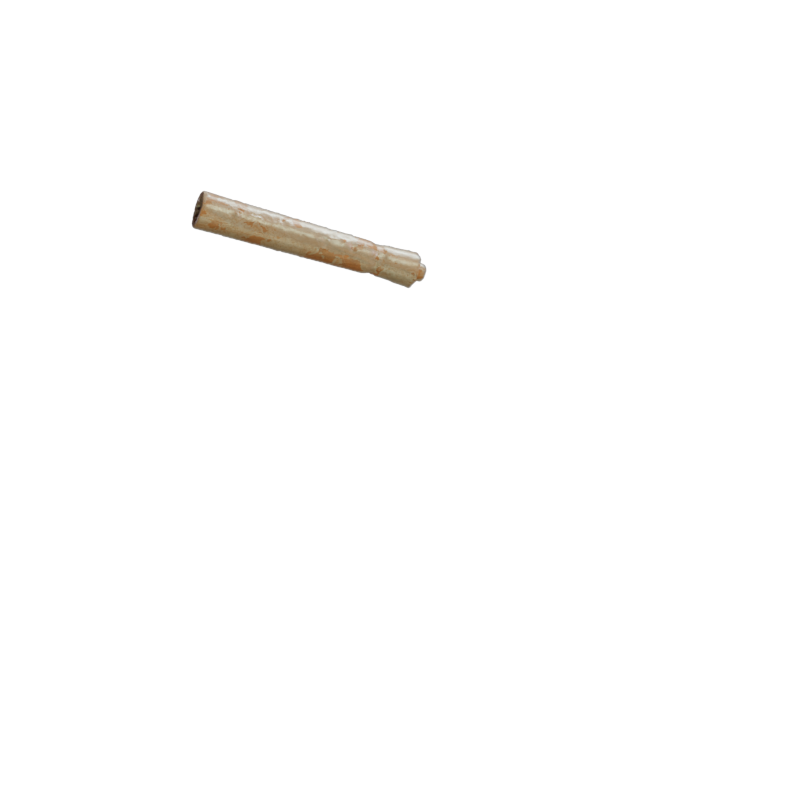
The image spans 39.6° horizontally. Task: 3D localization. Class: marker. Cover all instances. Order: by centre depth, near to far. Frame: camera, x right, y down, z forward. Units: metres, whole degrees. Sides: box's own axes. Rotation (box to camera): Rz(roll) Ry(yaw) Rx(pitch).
[{"bbox_3d":[-0.043,-0.079,0.551,0.117,0.020,0.020,14,0,-16],"label":"marker"}]
